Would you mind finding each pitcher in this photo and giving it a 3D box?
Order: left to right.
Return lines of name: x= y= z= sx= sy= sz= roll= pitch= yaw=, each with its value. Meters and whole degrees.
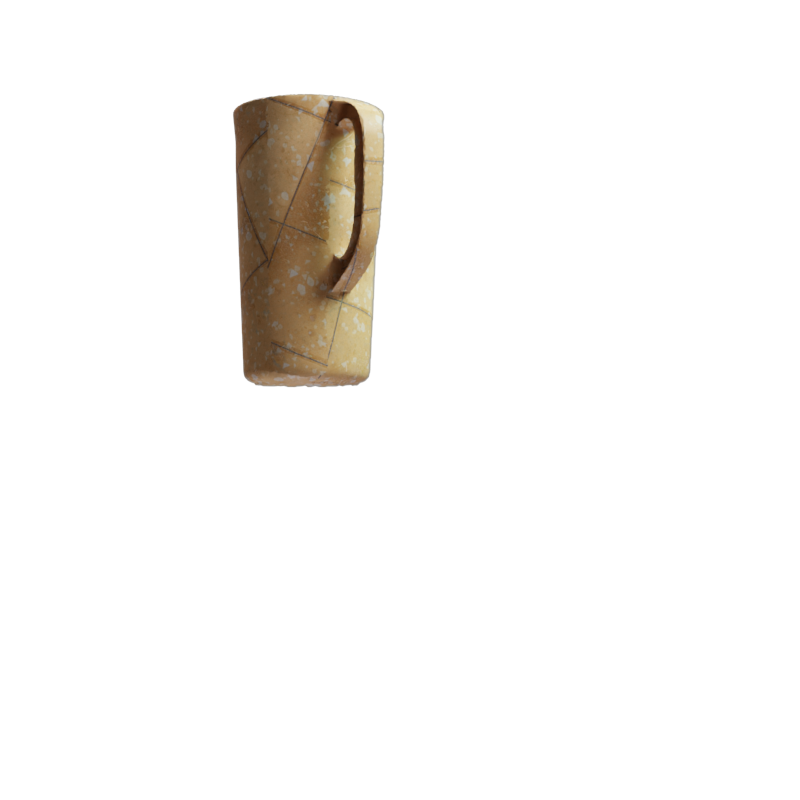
pitcher: x=-0.074 y=-0.135 z=0.947 sx=0.147 sy=0.248 sz=0.144 roll=-2 pitch=-7 yaw=11
